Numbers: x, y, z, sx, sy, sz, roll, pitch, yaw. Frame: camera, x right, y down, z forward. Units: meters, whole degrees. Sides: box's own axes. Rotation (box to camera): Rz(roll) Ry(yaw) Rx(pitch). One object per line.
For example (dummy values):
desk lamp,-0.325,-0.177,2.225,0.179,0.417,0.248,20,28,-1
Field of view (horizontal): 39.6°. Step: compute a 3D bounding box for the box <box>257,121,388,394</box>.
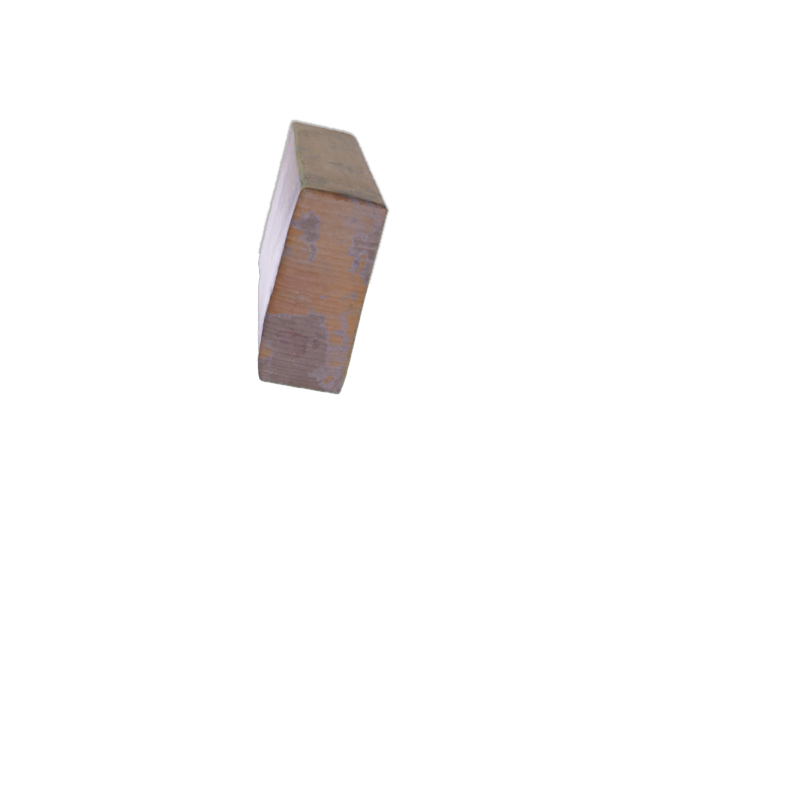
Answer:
box,-0.044,-0.081,0.569,0.047,0.090,0.185,13,20,-9
